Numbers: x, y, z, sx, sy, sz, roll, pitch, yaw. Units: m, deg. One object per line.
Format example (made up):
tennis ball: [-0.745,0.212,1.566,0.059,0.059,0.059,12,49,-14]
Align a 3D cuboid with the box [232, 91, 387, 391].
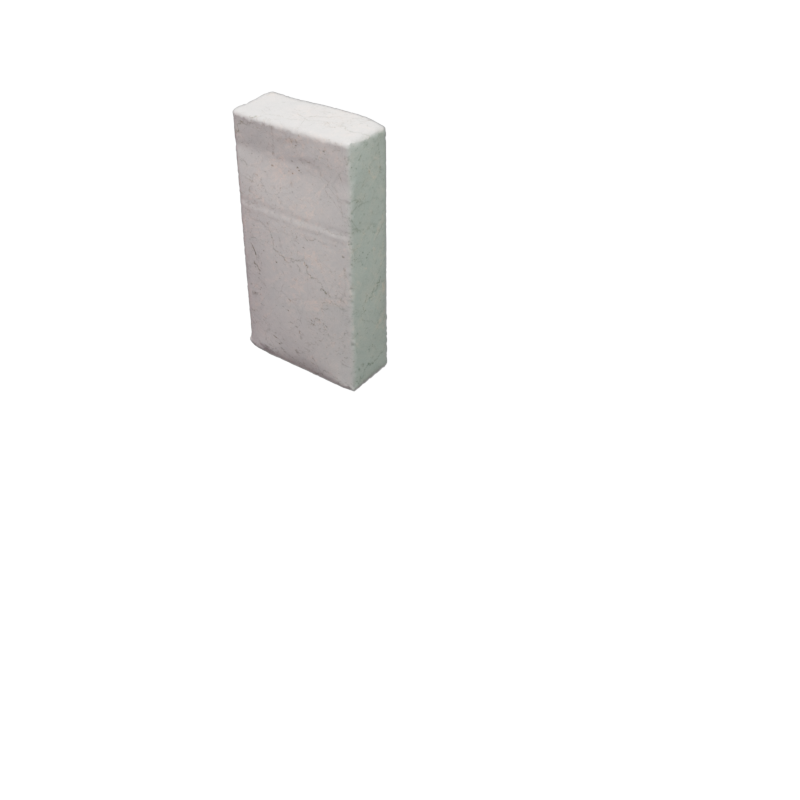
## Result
box: [-0.055,-0.101,0.707,0.099,0.166,0.048,23,36,31]
